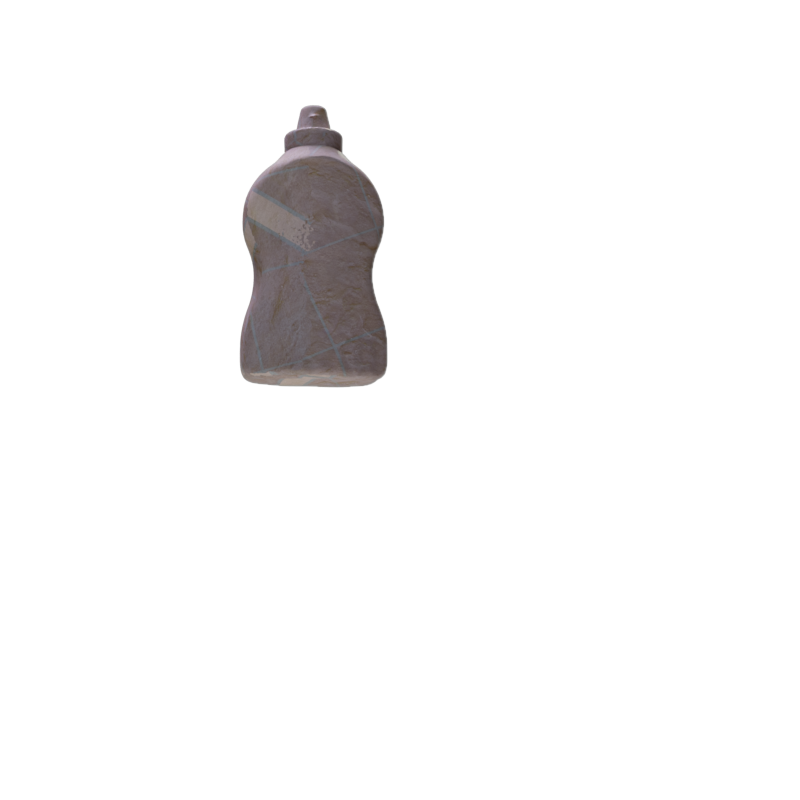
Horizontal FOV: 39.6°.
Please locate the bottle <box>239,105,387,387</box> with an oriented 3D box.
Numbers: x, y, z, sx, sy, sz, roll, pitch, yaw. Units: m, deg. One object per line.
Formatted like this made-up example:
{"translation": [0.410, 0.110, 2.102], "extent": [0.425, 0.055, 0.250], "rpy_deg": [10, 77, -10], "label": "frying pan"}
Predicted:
{"translation": [-0.059, -0.107, 0.752], "extent": [0.095, 0.198, 0.057], "rpy_deg": [1, -14, -9], "label": "bottle"}
